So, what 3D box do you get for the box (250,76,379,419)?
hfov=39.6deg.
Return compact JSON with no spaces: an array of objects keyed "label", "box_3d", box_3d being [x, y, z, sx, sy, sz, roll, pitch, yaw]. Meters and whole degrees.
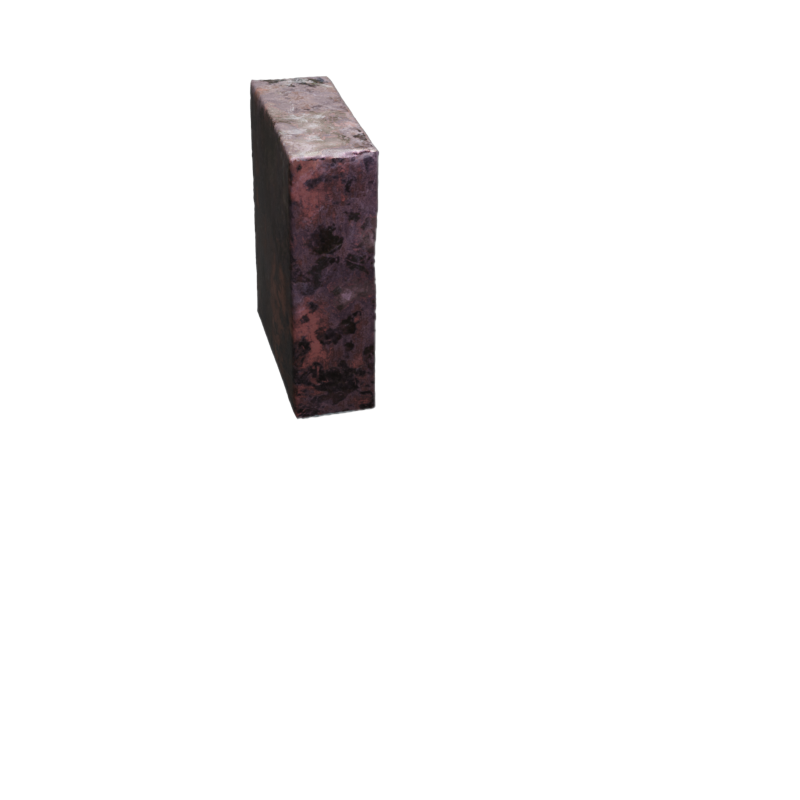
[{"label":"box","box_3d":[-0.066,-0.121,0.849,0.071,0.201,0.177,-6,32,-14]}]
